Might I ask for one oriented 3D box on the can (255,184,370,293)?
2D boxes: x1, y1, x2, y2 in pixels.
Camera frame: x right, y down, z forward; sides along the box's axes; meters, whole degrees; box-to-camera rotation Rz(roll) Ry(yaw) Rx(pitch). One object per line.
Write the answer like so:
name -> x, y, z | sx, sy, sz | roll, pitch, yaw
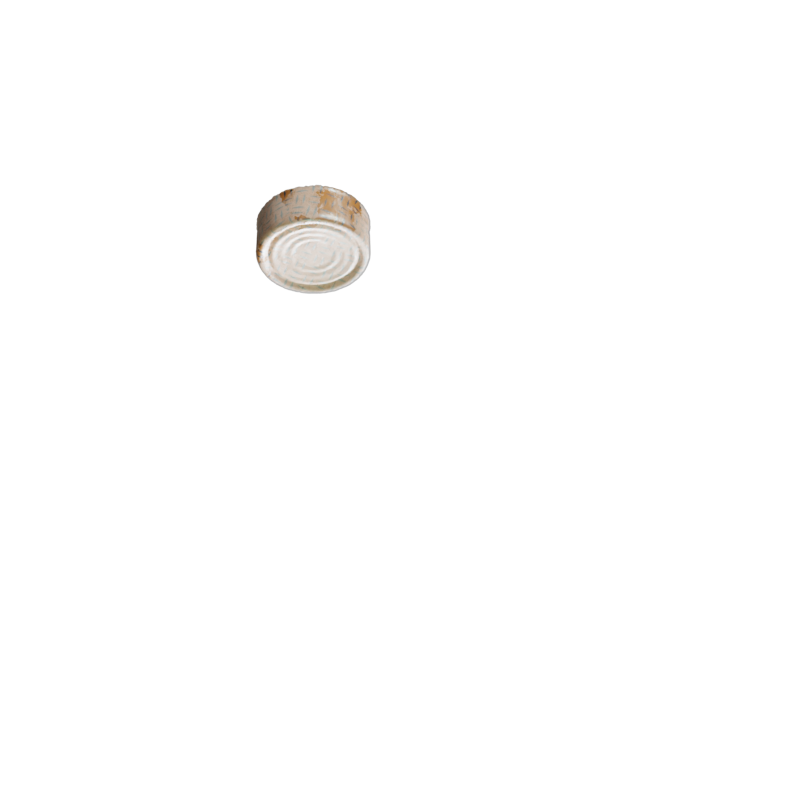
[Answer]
can -> -0.064, -0.117, 0.822 | 0.086, 0.036, 0.080 | 1, -38, -2
